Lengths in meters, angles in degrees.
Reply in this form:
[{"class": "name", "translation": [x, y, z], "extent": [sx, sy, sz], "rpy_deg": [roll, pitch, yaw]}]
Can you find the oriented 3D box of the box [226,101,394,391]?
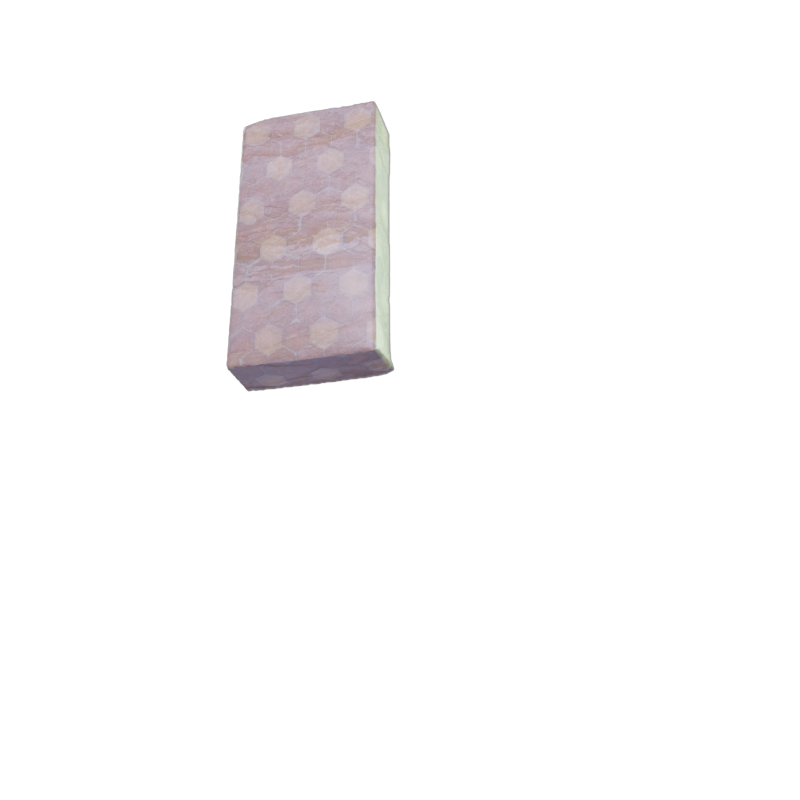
[{"class": "box", "translation": [-0.054, -0.098, 0.685], "extent": [0.095, 0.187, 0.045], "rpy_deg": [-9, -27, 14]}]
